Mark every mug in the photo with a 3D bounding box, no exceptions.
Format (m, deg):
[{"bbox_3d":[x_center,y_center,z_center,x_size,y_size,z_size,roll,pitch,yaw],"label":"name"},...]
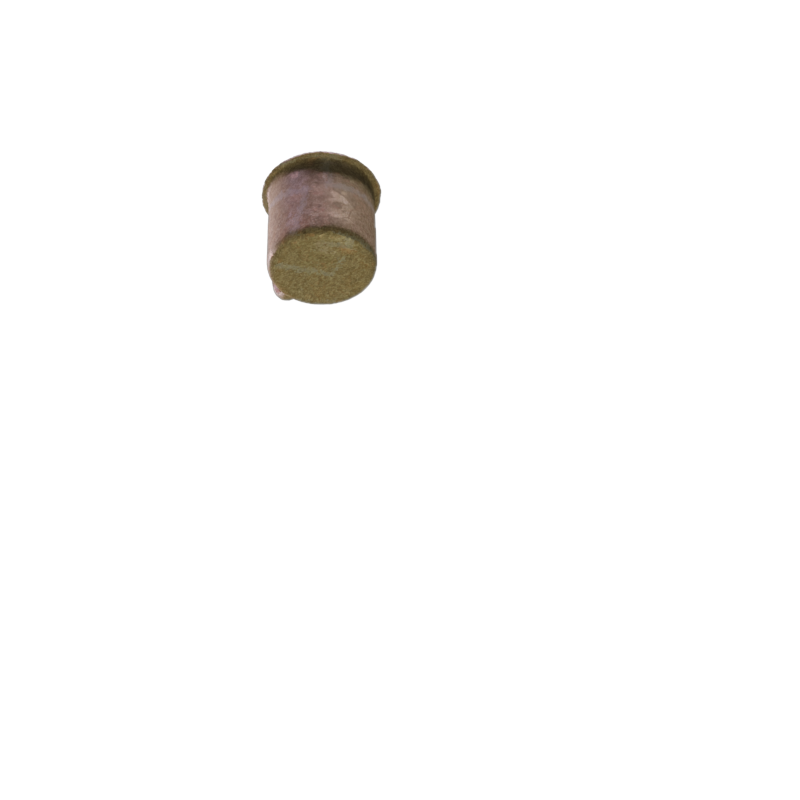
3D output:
[{"bbox_3d":[-0.066,-0.121,0.844,0.089,0.087,0.114,23,-46,-26],"label":"mug"}]
